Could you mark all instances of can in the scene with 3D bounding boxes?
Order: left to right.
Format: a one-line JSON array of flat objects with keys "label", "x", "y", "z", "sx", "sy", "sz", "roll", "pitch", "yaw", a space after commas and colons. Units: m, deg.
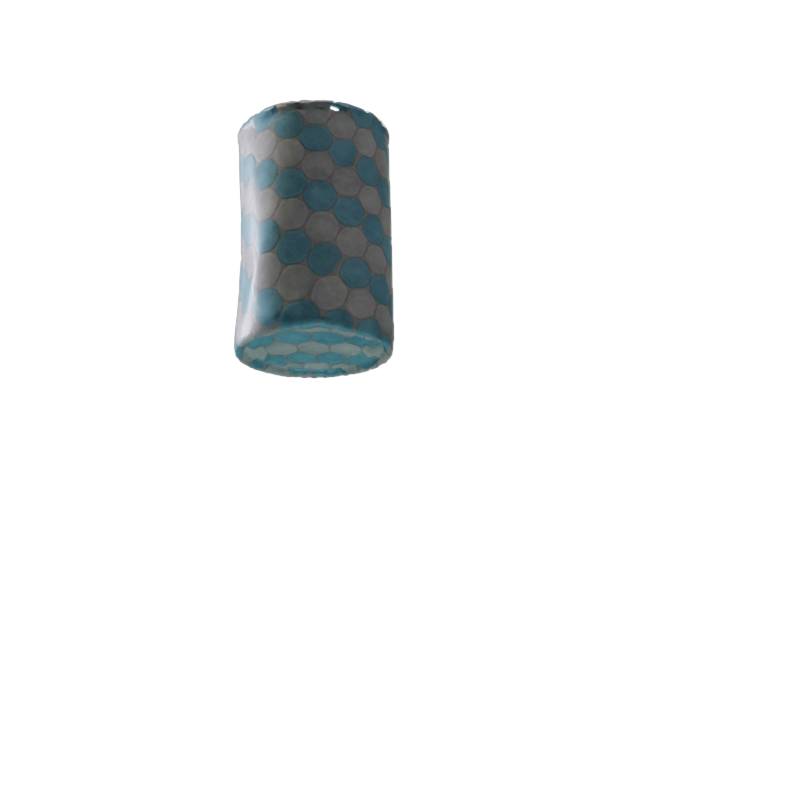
[{"label": "can", "x": -0.037, "y": -0.068, "z": 0.475, "sx": 0.068, "sy": 0.108, "sz": 0.065, "roll": 0, "pitch": -22, "yaw": -2}]
